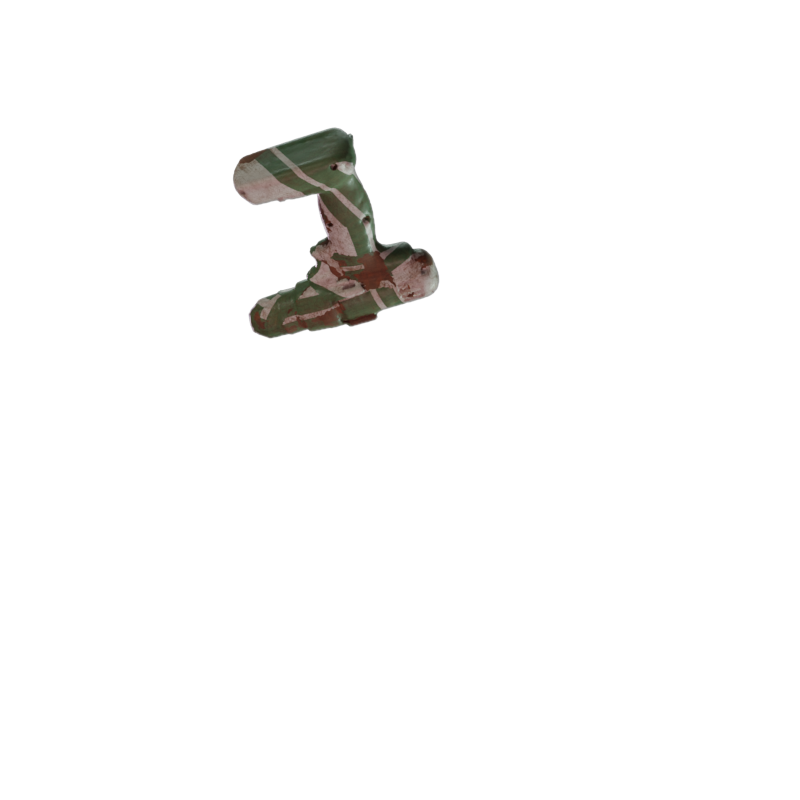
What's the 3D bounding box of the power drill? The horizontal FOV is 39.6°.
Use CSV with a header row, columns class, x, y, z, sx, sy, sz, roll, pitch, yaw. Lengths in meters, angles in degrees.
class,x,y,z,sx,sy,sz,roll,pitch,yaw
power drill,-0.077,-0.141,0.989,0.186,0.173,0.062,-16,40,14
